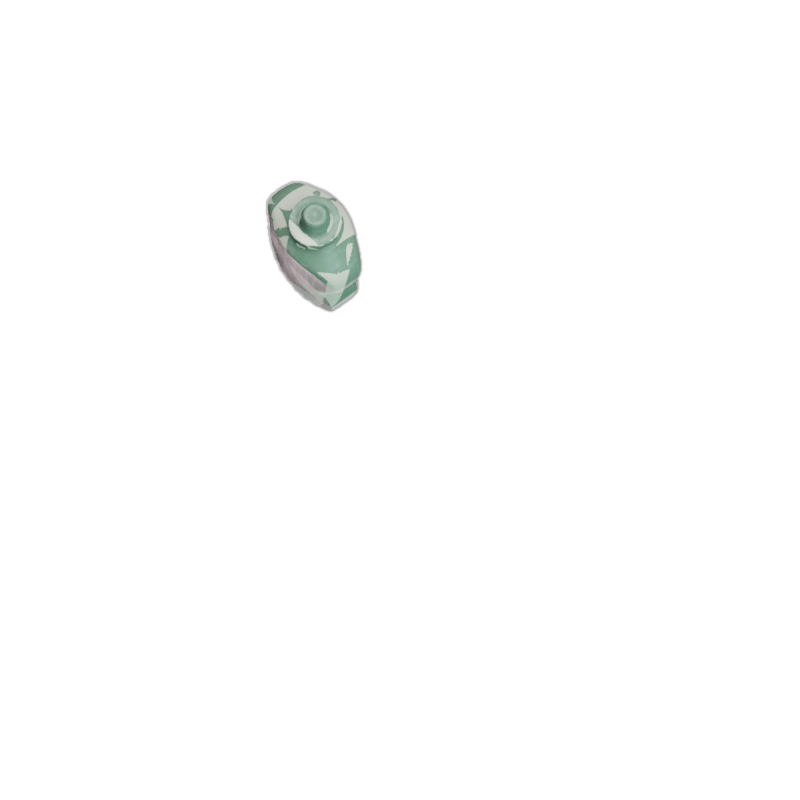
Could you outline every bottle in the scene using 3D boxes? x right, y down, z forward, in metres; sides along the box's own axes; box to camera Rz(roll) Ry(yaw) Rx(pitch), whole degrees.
[{"bbox_3d":[-0.071,-0.131,0.915,0.058,0.098,0.188,-34,-3,-6],"label":"bottle"}]
